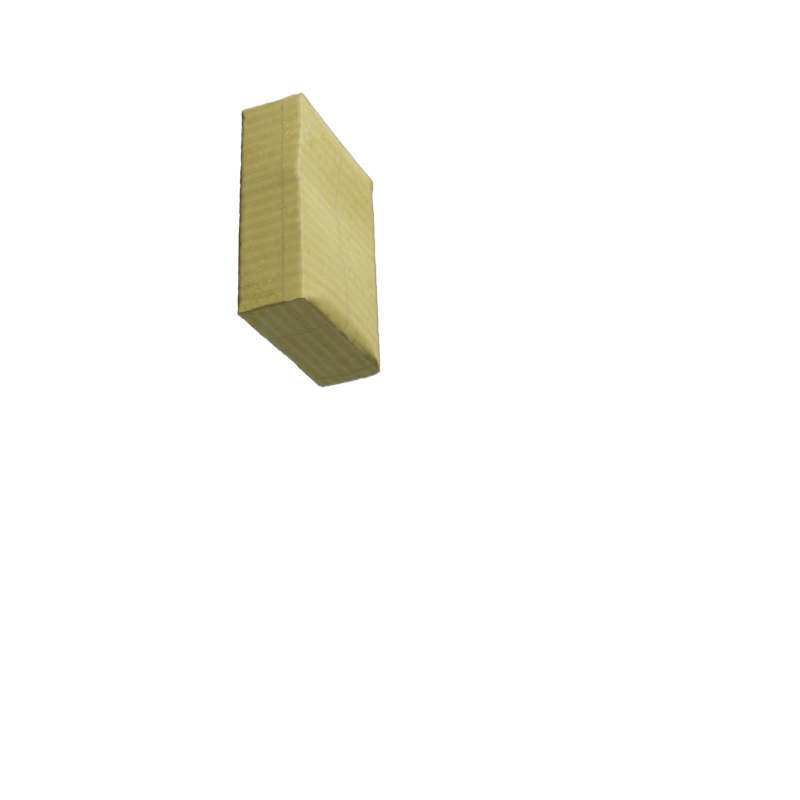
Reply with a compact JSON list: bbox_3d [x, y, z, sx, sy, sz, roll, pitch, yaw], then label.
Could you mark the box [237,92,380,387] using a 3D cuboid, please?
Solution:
[{"bbox_3d":[-0.078,-0.143,1.000,0.073,0.227,0.152,-14,-31,20],"label":"box"}]
